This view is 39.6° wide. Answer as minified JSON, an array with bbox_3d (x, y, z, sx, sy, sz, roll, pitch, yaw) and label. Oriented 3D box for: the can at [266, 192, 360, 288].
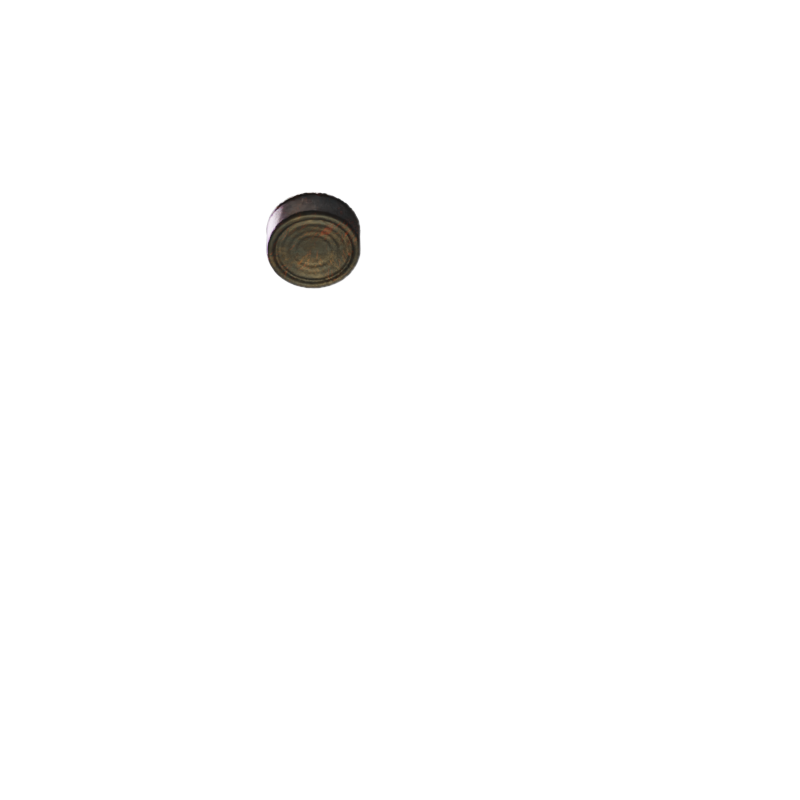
[{"bbox_3d":[-0.078,-0.142,0.996,0.086,0.080,0.036,1,39,-1],"label":"can"}]
